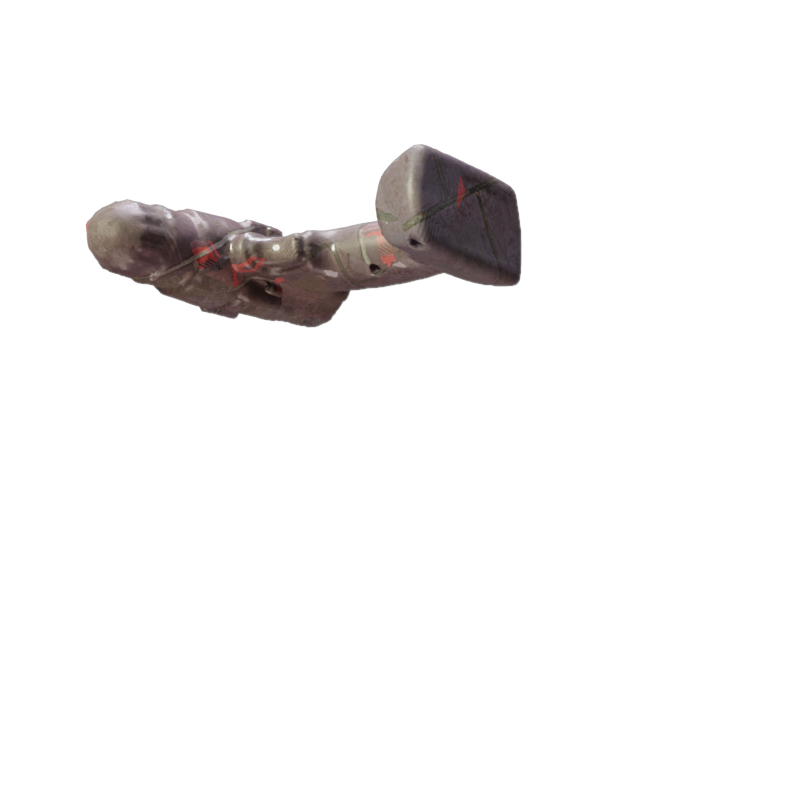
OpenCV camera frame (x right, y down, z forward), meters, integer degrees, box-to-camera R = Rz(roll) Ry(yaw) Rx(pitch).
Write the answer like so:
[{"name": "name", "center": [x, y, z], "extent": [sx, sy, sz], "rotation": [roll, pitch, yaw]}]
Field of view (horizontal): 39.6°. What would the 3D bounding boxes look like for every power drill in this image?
[{"name": "power drill", "center": [-0.046, -0.084, 0.589], "extent": [0.193, 0.059, 0.175], "rotation": [-6, -9, 38]}]
